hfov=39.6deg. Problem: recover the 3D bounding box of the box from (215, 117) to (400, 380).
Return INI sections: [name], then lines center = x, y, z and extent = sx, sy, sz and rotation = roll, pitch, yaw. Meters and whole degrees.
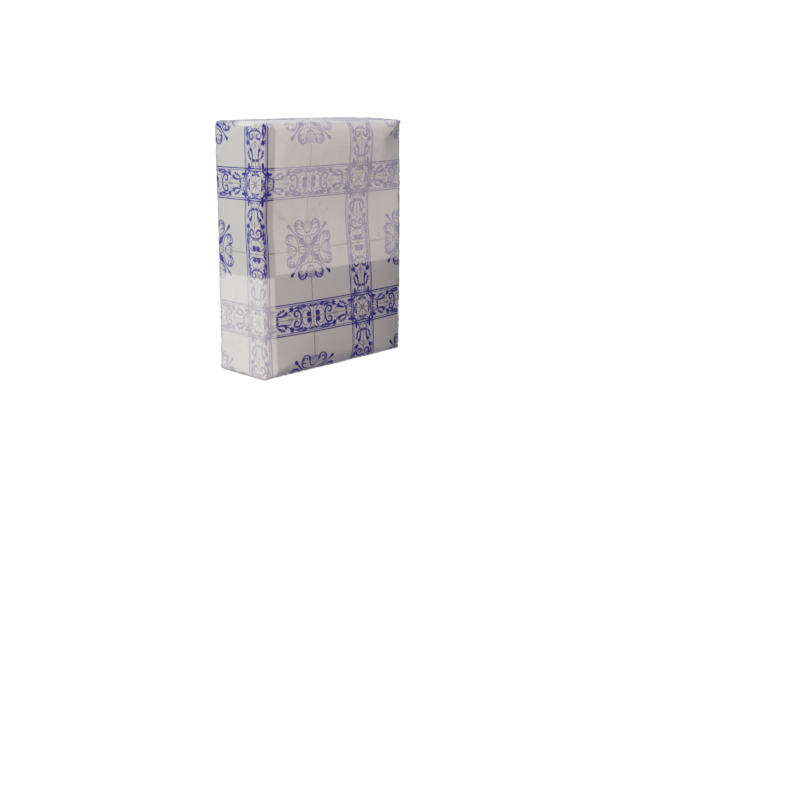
[box]
center = -0.076, -0.138, 0.969
extent = 0.160, 0.209, 0.075
rotation = -10, 14, -43
